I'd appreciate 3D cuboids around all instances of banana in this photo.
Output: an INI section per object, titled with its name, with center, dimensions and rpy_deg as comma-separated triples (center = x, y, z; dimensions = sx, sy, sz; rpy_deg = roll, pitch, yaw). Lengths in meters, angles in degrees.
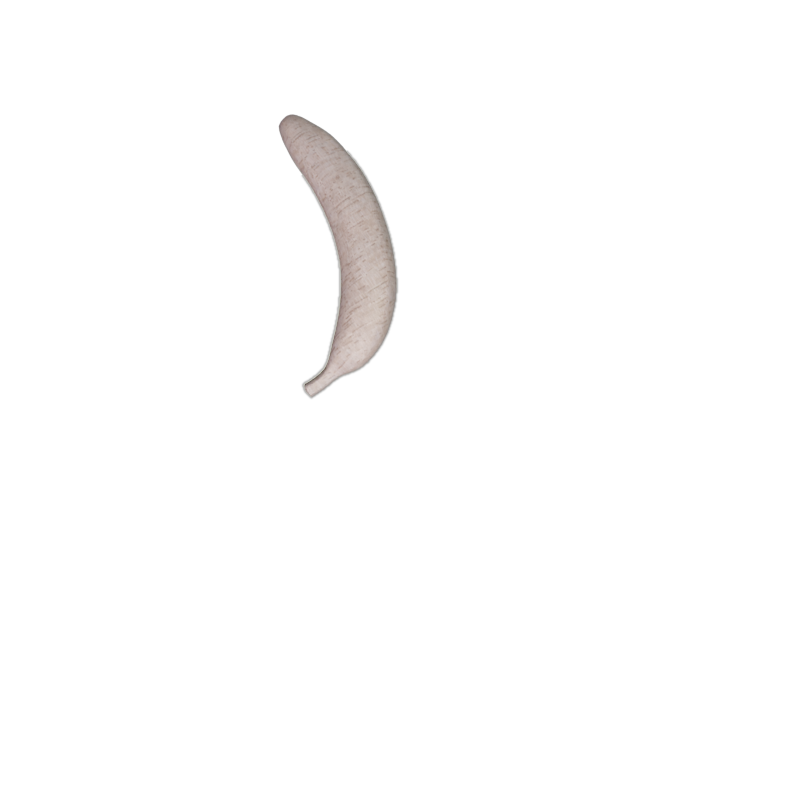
[banana]
center = -0.040, -0.104, 0.746
dimensions = 0.069, 0.206, 0.035
rpy_deg = -6, -16, -2
